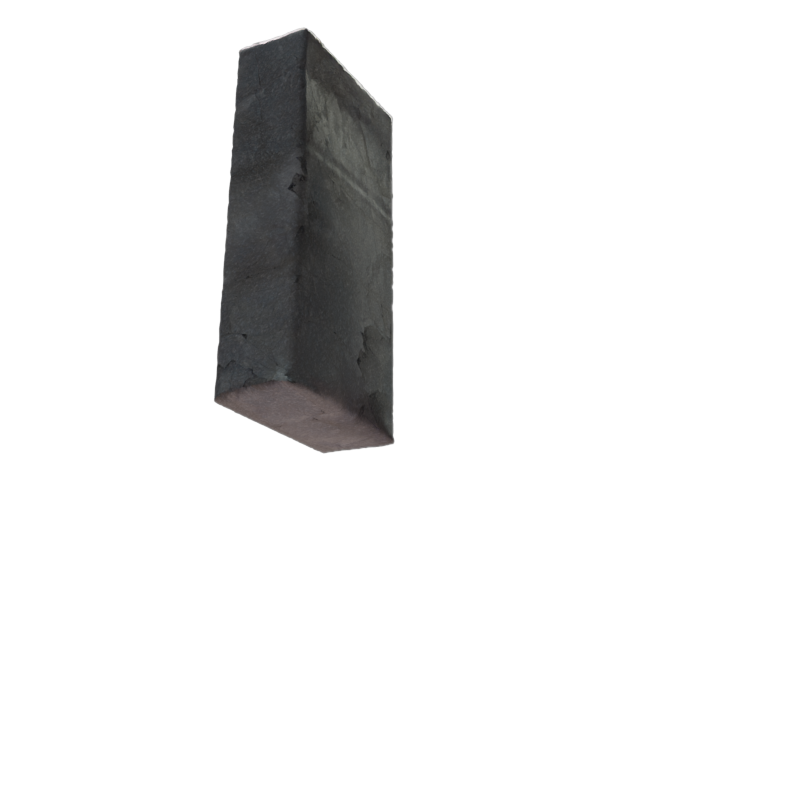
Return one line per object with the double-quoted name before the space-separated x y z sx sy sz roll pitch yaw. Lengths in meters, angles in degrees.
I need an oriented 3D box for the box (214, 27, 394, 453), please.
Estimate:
"box" -0.041 -0.074 0.517 0.049 0.186 0.087 -15 -28 25
